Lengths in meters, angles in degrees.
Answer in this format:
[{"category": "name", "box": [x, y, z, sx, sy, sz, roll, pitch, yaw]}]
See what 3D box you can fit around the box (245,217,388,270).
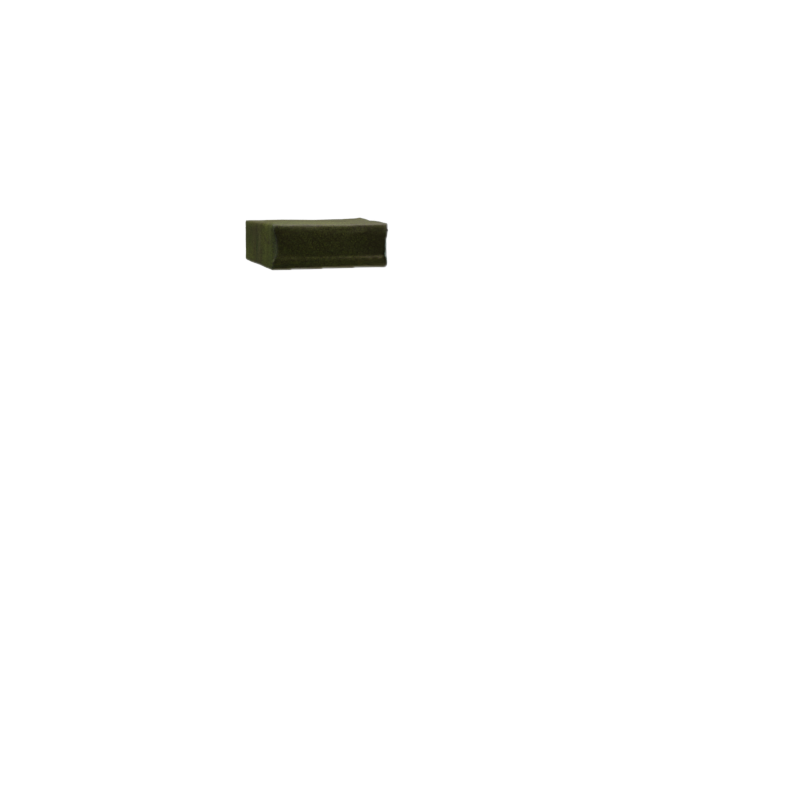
[{"category": "box", "box": [-0.055, -0.100, 0.704, 0.072, 0.030, 0.092, -3, 10, -16]}]
